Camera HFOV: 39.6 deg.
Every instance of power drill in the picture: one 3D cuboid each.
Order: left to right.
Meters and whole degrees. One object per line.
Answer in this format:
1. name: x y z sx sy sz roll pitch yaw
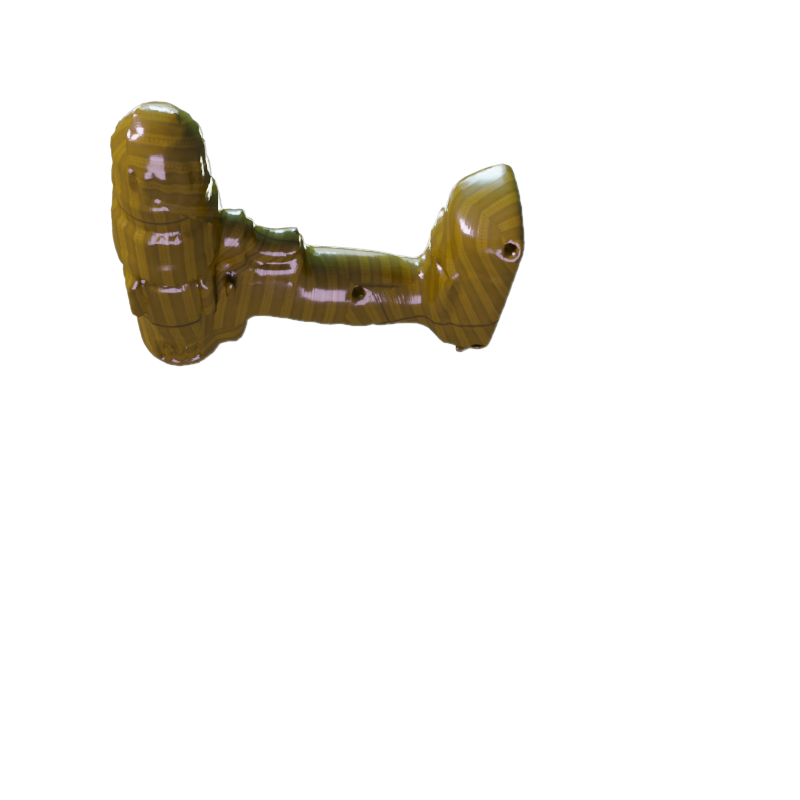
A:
1. power drill: -0.041 -0.075 0.527 0.187 0.061 0.174 2 -26 -4
